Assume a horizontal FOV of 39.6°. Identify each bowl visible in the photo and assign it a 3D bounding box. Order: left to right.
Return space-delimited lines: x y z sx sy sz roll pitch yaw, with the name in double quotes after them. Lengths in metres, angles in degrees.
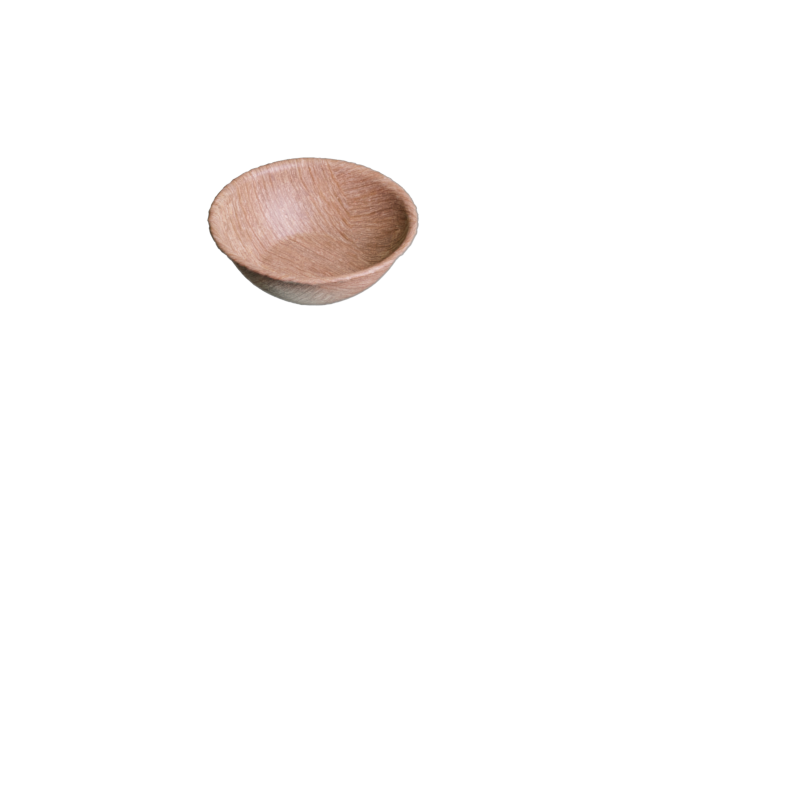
-0.068 -0.124 0.865 0.162 0.051 0.174 -1 43 -1 "bowl"
